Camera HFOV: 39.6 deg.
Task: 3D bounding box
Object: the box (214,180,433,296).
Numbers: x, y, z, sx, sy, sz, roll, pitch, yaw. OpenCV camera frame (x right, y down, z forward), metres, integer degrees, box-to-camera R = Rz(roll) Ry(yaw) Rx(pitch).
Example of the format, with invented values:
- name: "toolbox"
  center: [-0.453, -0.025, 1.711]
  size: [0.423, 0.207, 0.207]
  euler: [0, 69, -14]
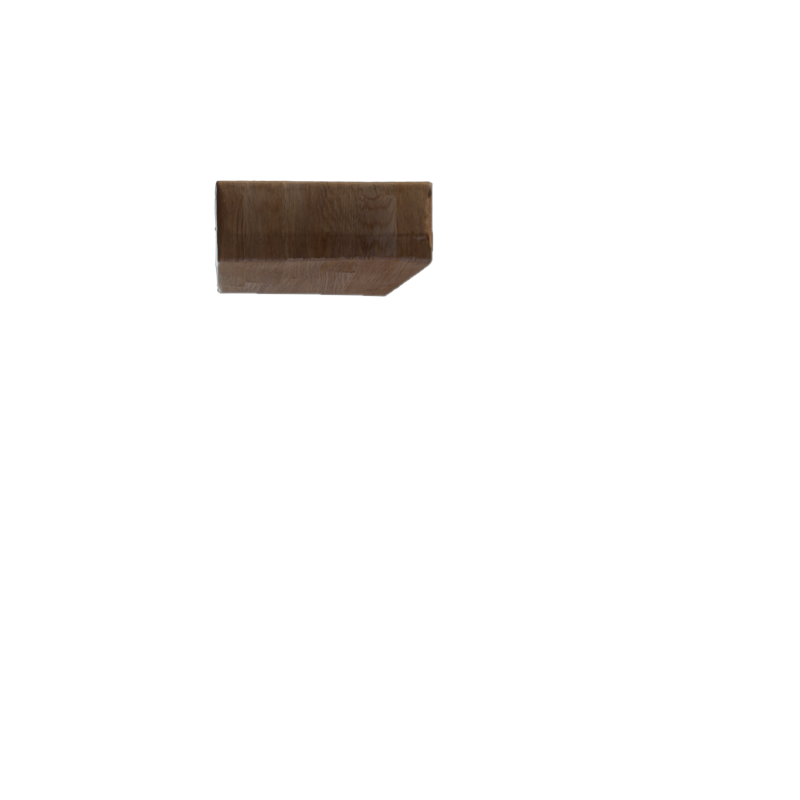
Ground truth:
- name: "box"
  center: [-0.039, -0.071, 0.500]
  size: [0.089, 0.040, 0.113]
  euler: [1, -4, -8]
